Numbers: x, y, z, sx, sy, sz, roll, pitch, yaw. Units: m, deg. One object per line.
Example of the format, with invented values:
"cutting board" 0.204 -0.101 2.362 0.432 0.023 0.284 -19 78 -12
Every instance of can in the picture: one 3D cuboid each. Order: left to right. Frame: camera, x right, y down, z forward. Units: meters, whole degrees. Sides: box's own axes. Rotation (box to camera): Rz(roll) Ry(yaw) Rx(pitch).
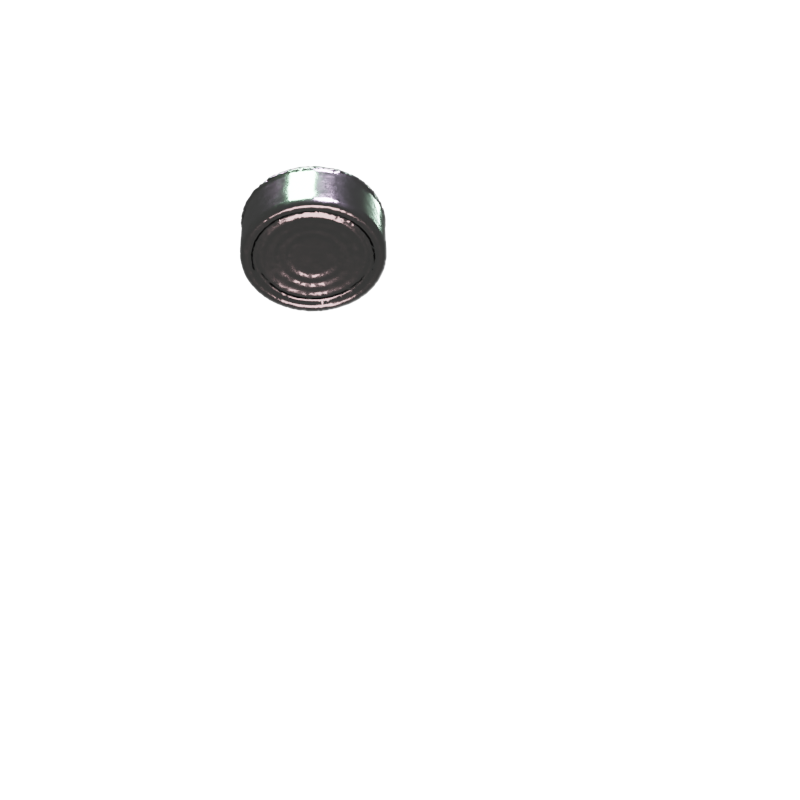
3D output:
"can" -0.051 -0.092 0.646 0.086 0.080 0.036 1 44 -1
